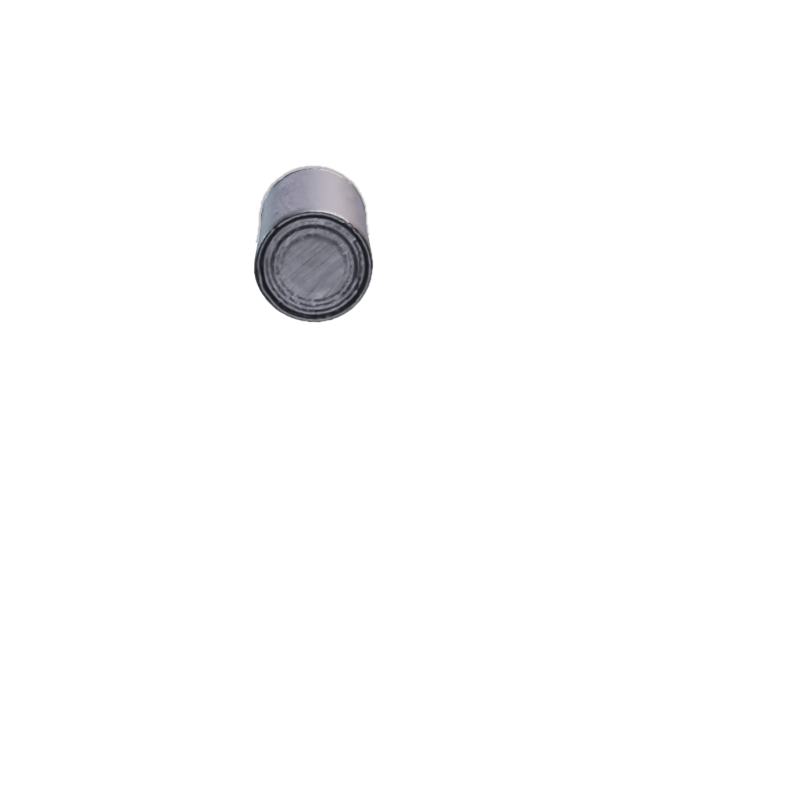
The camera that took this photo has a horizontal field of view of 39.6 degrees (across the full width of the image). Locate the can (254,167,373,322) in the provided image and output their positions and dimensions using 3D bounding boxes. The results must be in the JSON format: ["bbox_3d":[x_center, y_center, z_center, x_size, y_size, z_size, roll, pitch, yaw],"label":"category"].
[{"bbox_3d":[-0.052,-0.094,0.660,0.068,0.066,0.107,0,22,-3],"label":"can"}]
